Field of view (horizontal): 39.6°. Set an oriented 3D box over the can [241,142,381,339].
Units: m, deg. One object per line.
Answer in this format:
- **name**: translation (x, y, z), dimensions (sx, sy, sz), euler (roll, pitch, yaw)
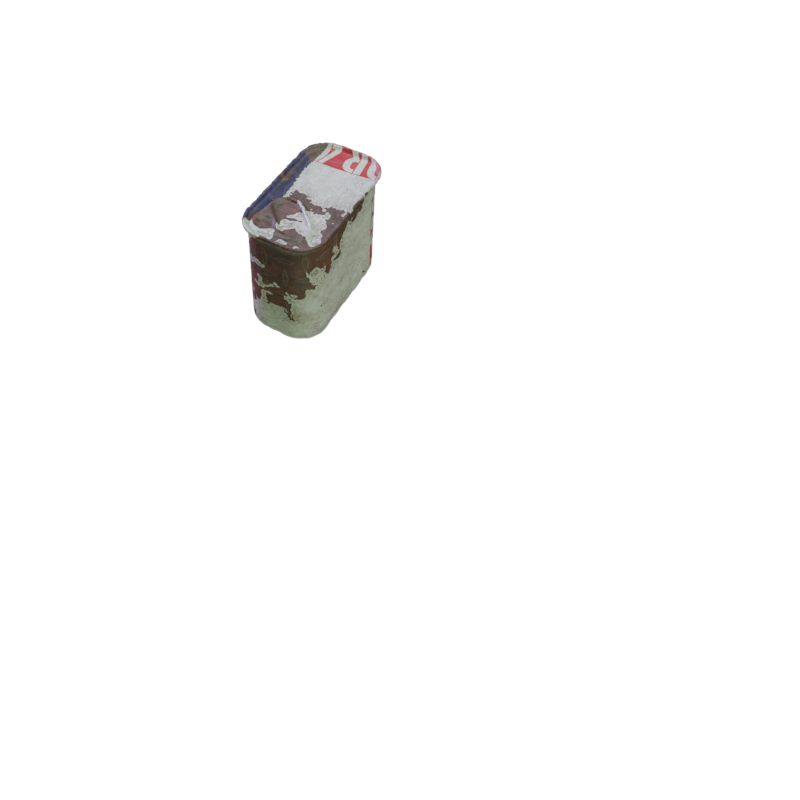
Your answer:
- **can**: translation (-0.056, -0.102, 0.718), dimensions (0.060, 0.078, 0.105), euler (22, 50, 17)
